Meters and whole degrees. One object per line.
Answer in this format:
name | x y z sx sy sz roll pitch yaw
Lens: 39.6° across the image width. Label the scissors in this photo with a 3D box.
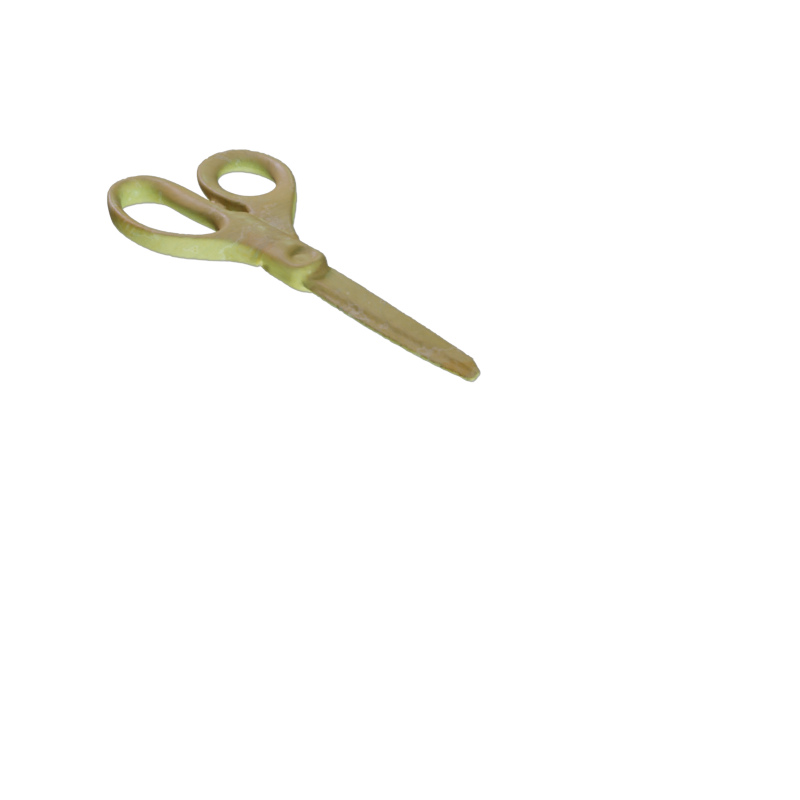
scissors | -0.038 -0.070 0.487 0.211 0.015 0.098 21 43 24
